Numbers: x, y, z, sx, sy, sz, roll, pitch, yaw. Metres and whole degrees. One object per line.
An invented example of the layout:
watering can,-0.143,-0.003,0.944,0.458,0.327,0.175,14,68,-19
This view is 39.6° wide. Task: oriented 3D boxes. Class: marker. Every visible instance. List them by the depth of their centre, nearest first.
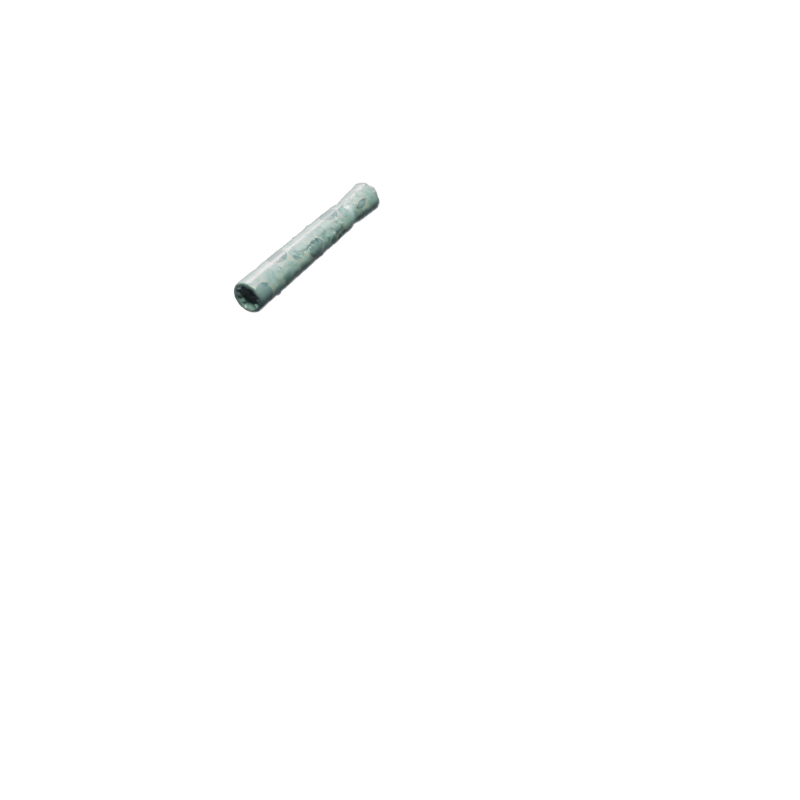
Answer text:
marker,-0.048,-0.088,0.616,0.020,0.019,0.123,2,36,37
